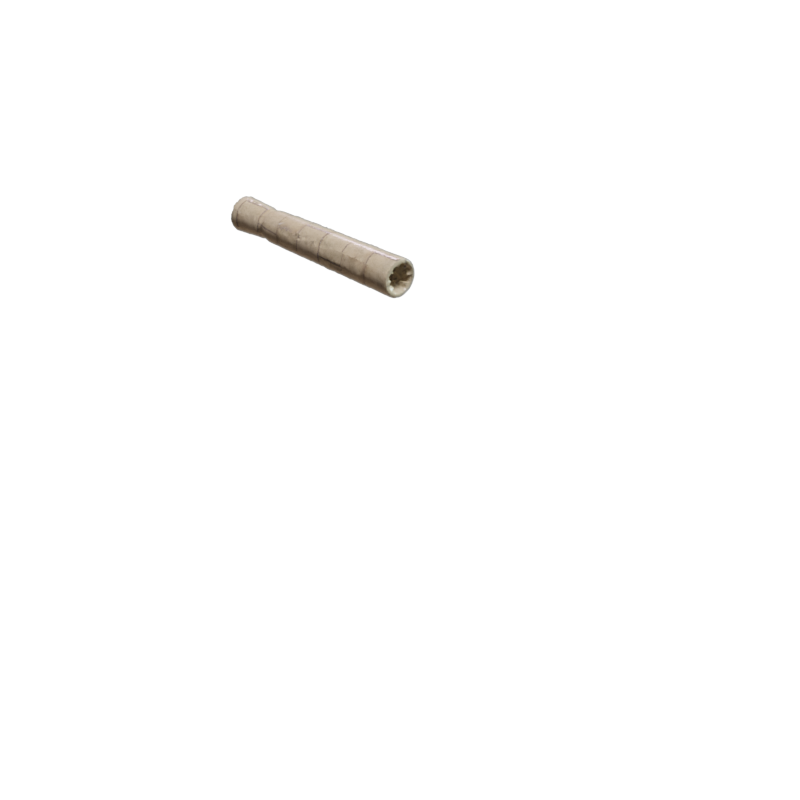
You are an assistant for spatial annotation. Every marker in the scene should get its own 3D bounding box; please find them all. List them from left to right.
[{"bbox_3d":[-0.042,-0.076,0.535,0.019,0.019,0.129,-3,23,-43],"label":"marker"}]
